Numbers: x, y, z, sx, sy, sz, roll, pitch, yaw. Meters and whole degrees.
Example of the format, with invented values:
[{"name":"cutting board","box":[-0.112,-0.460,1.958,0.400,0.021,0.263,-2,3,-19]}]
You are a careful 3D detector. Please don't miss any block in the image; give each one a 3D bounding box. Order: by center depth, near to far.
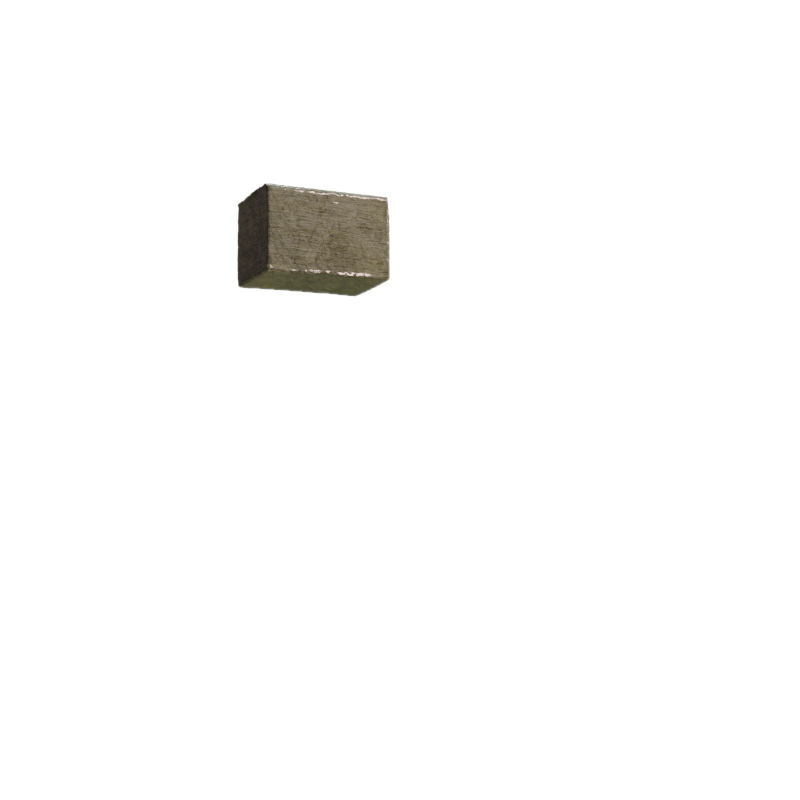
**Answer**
[{"name":"block","box":[-0.051,-0.093,0.648,0.075,0.053,0.053,4,-11,-24]}]
